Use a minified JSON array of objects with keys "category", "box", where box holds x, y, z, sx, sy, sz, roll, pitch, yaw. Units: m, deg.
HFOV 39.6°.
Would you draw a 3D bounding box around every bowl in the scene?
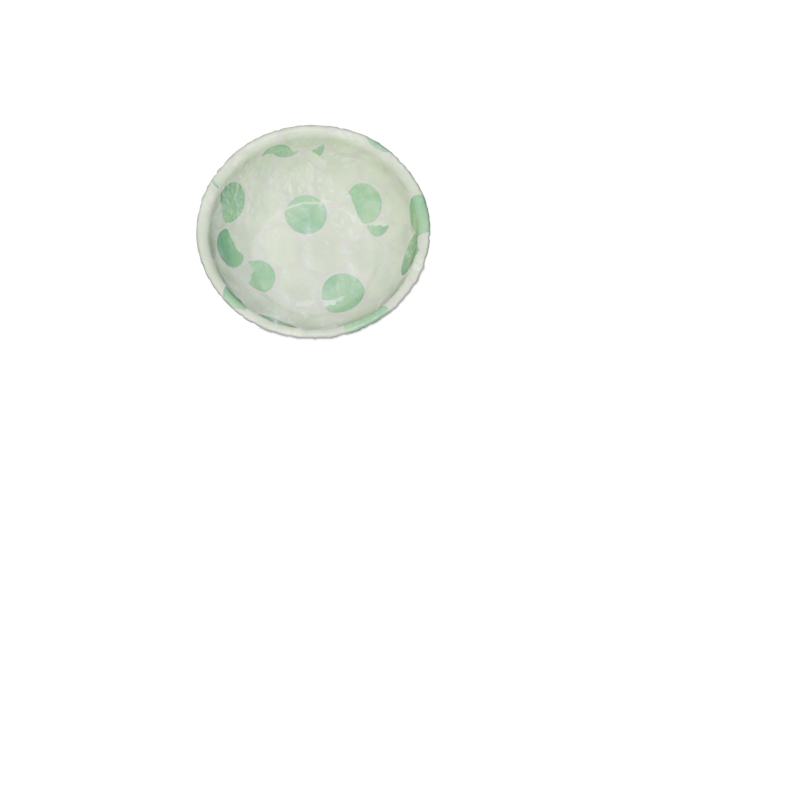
[{"category":"bowl","box":[-0.062,-0.113,0.788,0.162,0.170,0.052,-1,-22,-1]}]
